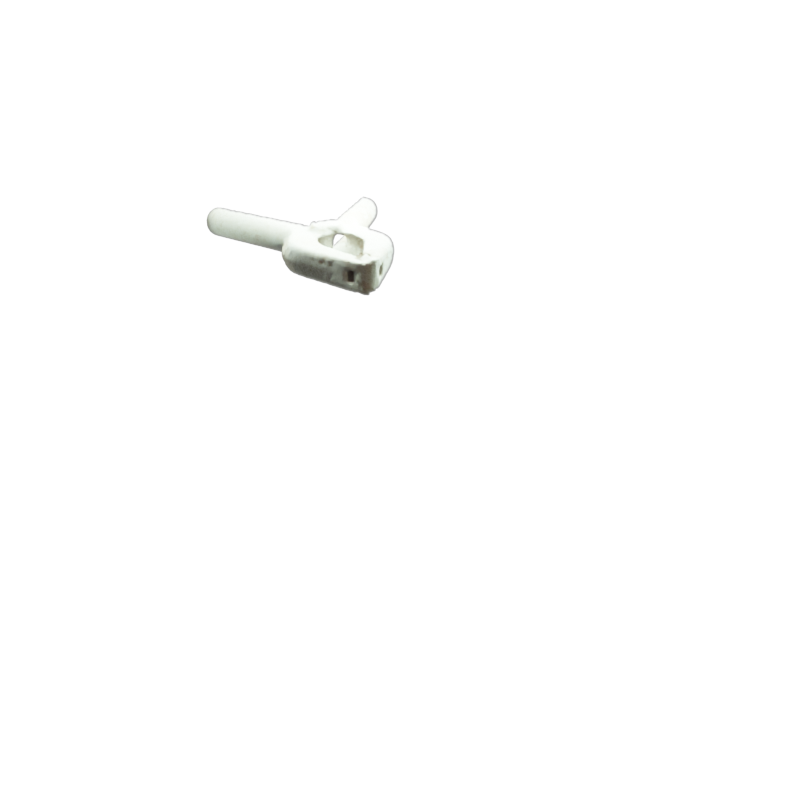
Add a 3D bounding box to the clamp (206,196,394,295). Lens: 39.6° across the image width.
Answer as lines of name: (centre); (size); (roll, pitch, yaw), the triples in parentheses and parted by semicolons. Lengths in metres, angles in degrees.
clamp: (-0.075, -0.137, 0.956); (0.162, 0.035, 0.223); (-6, 25, -14)
